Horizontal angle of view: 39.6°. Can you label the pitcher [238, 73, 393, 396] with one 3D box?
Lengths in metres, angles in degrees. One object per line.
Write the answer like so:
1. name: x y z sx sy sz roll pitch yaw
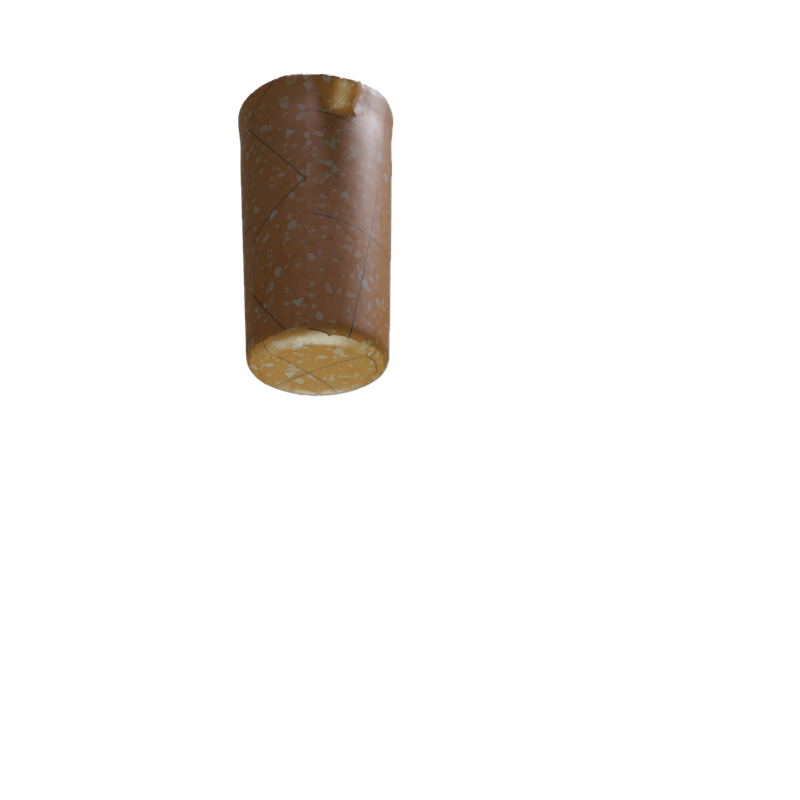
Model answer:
1. pitcher: -0.070 -0.128 0.898 0.147 0.259 0.138 -14 -31 20
